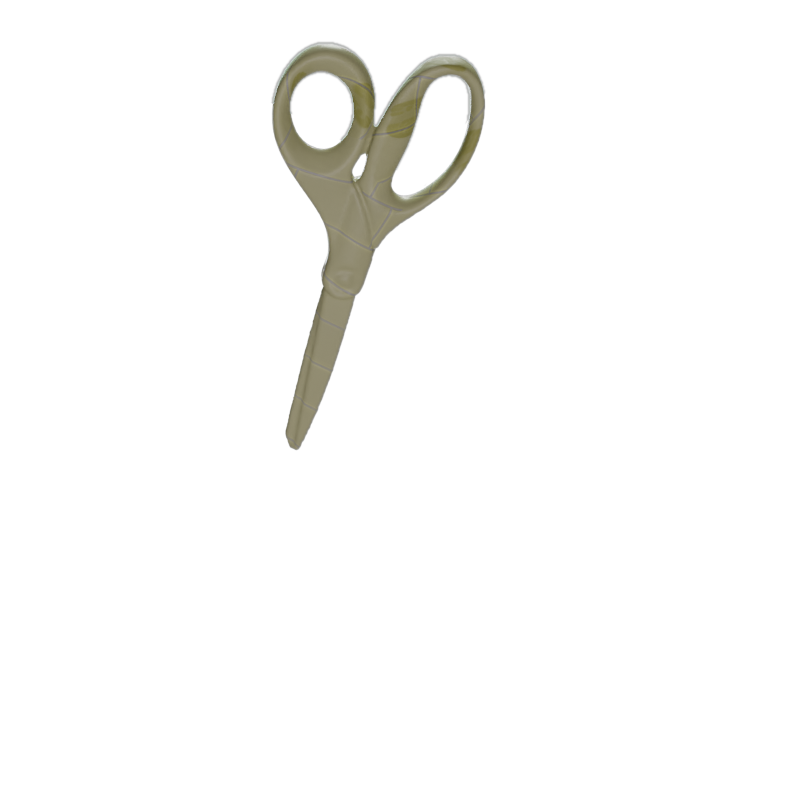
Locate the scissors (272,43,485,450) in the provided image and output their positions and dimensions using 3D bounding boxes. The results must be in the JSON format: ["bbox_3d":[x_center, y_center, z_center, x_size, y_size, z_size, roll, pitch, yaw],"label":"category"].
[{"bbox_3d":[-0.038,-0.069,0.485,0.093,0.196,0.017,29,23,-14],"label":"scissors"}]
